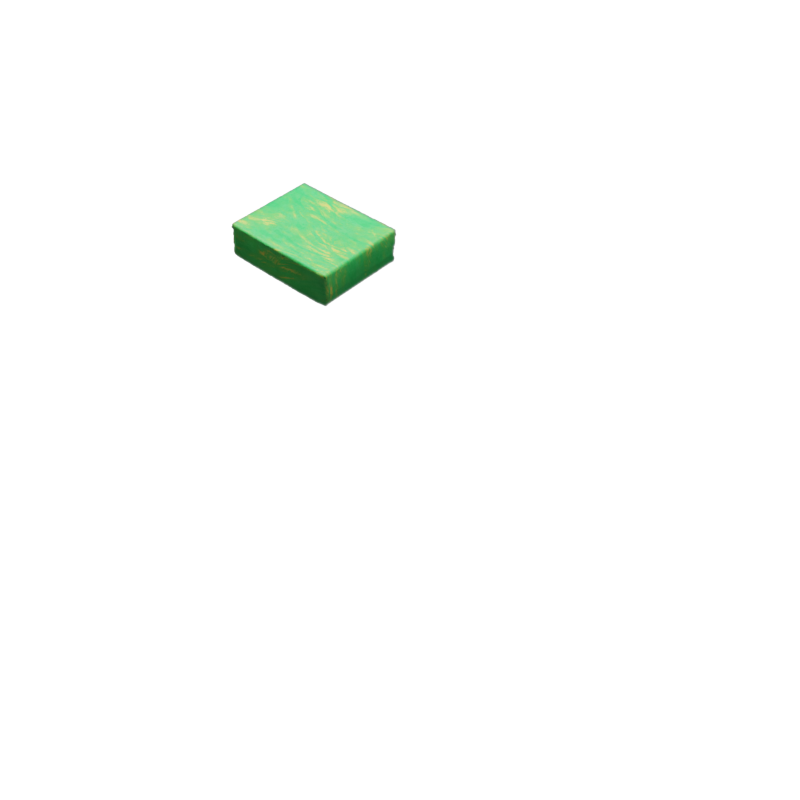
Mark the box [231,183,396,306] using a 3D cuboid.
[{"bbox_3d":[-0.075,-0.136,0.951,0.121,0.036,0.090,32,51,30],"label":"box"}]
